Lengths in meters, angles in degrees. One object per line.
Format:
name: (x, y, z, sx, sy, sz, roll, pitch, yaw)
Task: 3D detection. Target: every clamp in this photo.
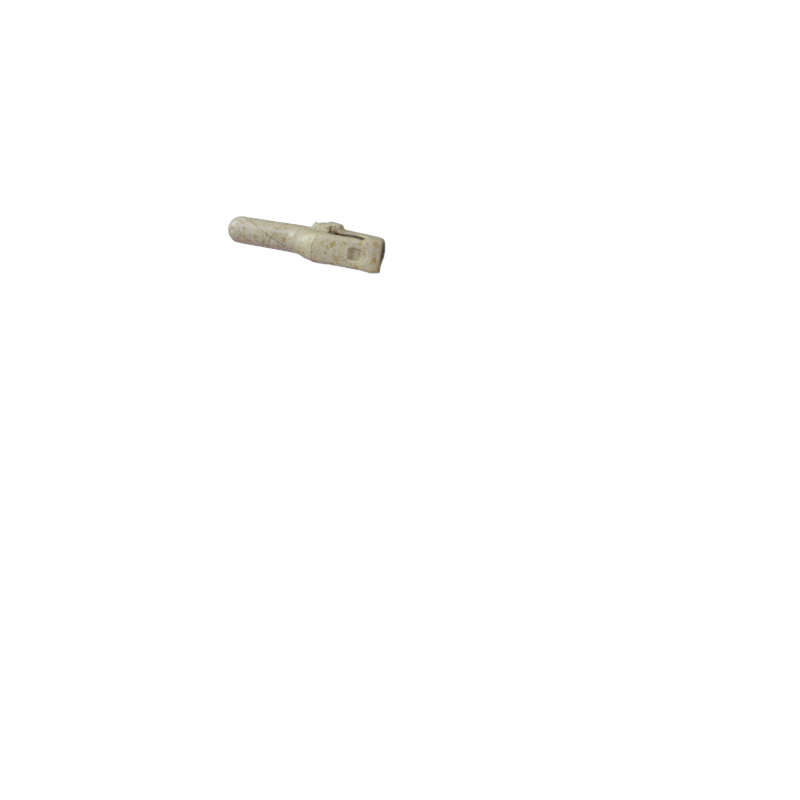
clamp: (-0.077, -0.140, 0.984, 0.117, 0.038, 0.180, -6, 15, -24)
